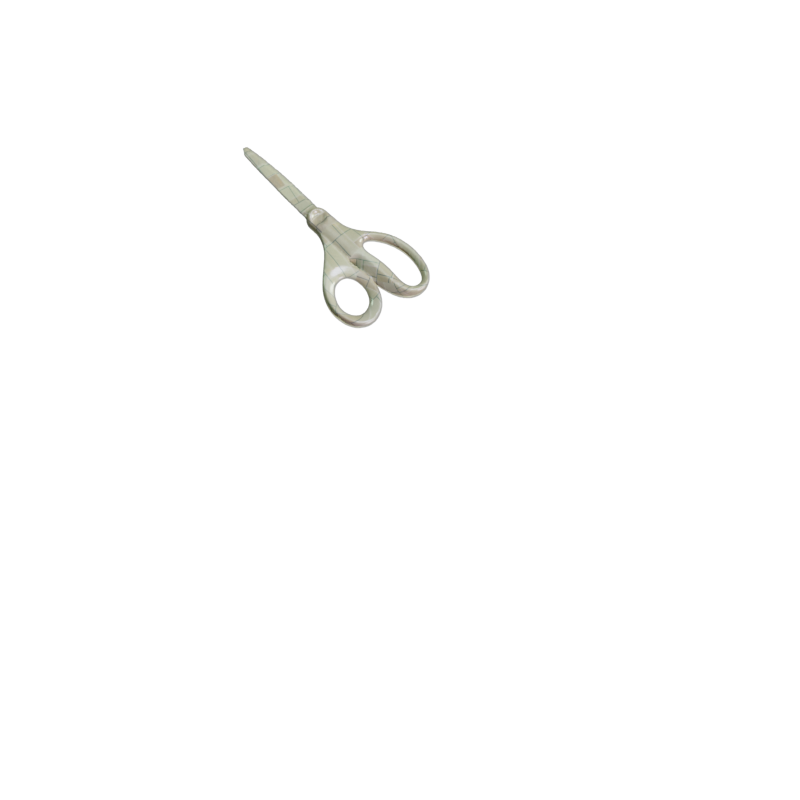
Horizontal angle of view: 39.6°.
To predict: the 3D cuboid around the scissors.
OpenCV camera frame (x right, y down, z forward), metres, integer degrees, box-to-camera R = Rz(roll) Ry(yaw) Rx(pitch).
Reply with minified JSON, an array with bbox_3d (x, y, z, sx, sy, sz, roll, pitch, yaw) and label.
[{"bbox_3d":[-0.072,-0.132,0.925,0.208,0.099,0.015,30,-23,14],"label":"scissors"}]
